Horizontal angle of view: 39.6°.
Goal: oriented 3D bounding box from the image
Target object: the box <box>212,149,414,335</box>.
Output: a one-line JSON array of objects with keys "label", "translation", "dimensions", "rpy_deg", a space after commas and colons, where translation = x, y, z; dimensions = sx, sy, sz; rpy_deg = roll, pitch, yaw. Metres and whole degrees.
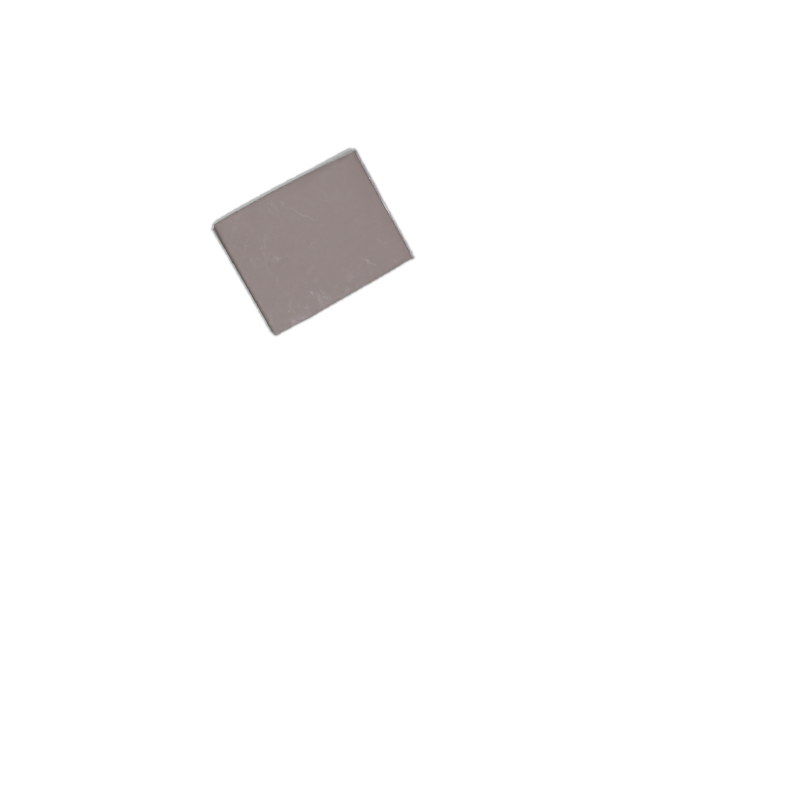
[{"label": "box", "translation": [-0.060, -0.110, 0.770], "dimensions": [0.113, 0.089, 0.039], "rpy_deg": [-28, 4, 1]}]
